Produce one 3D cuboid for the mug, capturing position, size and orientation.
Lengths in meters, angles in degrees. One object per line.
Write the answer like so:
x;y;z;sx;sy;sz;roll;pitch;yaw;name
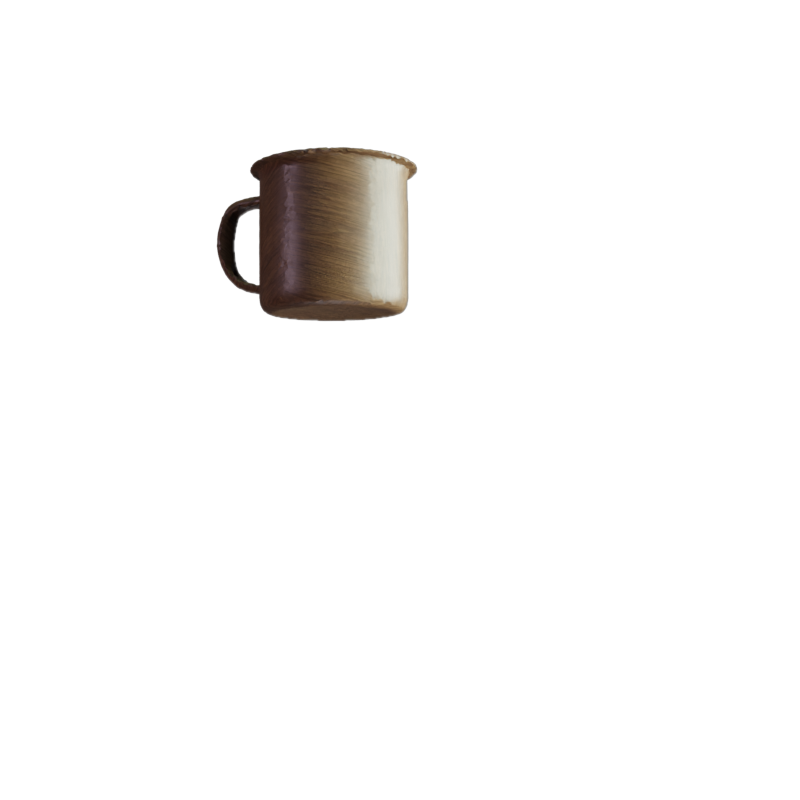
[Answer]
-0.048;-0.088;0.614;0.120;0.083;0.089;-2;-6;18;mug
